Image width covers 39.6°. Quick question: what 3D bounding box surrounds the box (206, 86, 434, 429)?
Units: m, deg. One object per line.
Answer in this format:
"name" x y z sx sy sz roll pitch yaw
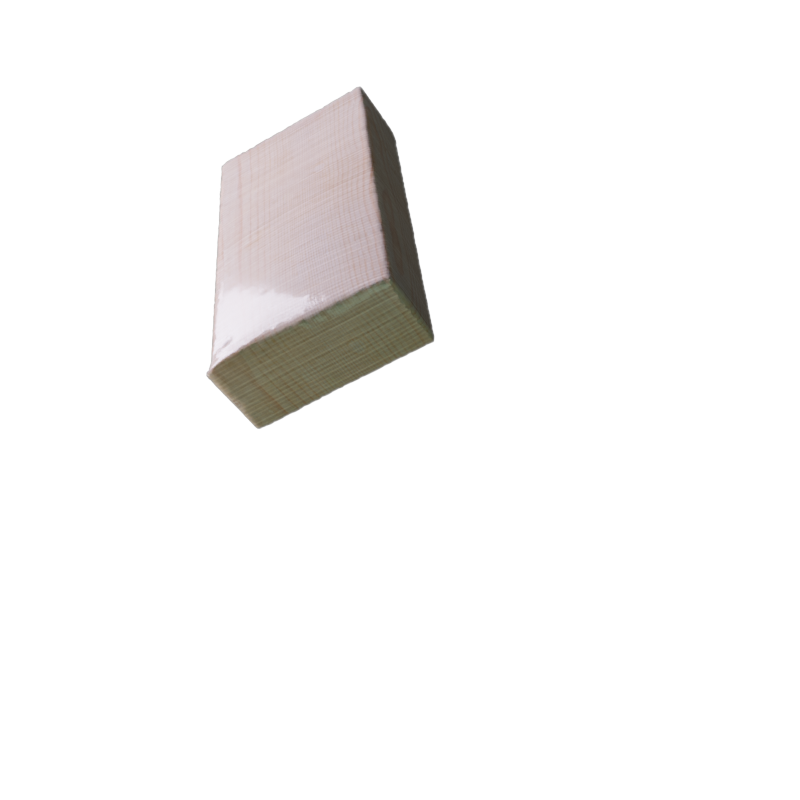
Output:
"box" -0.041 -0.076 0.534 0.093 0.045 0.189 -26 35 16
